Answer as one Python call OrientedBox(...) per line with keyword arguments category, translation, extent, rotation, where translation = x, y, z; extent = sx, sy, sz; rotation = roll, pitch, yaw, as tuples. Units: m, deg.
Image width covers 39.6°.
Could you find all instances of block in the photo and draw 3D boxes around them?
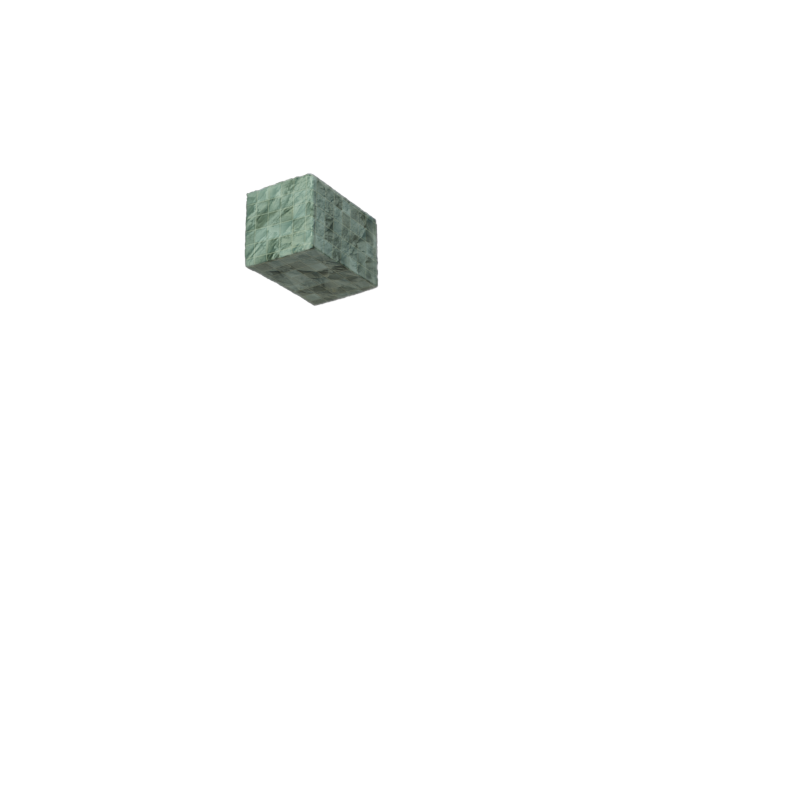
OrientedBox(category="block", translation=(-0.055, -0.101, 0.705), extent=(0.054, 0.054, 0.073), rotation=(-14, -25, 29))
